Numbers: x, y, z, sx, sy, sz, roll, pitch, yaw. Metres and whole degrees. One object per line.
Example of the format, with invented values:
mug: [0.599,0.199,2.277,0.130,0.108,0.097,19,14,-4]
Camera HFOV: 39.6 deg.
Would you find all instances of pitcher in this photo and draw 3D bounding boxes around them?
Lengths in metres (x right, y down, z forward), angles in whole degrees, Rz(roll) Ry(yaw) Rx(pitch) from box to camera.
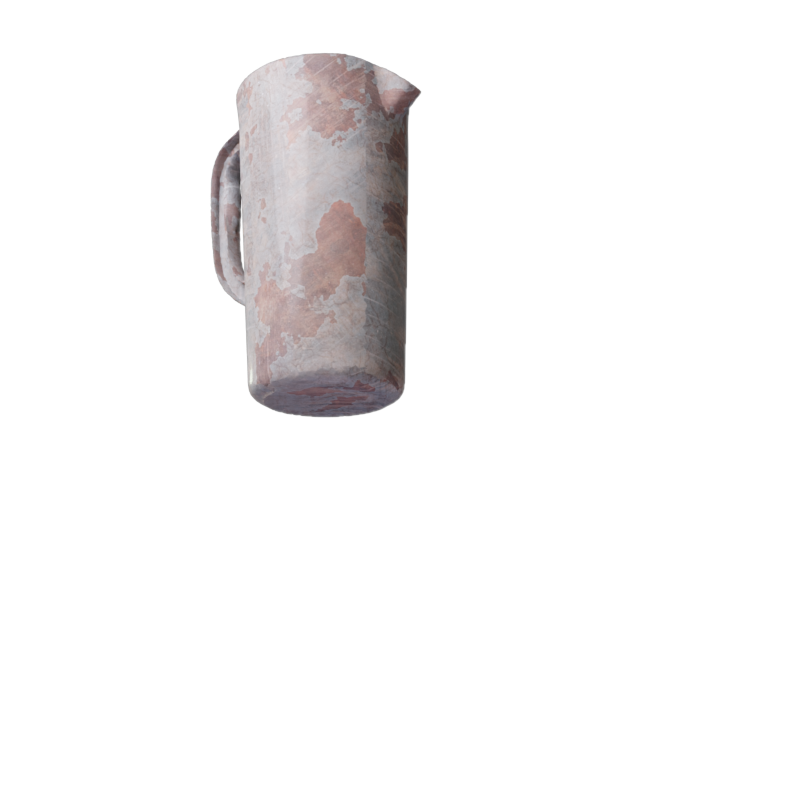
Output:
pitcher: [-0.063,-0.115,0.808,0.143,0.255,0.144,3,-20,-11]
